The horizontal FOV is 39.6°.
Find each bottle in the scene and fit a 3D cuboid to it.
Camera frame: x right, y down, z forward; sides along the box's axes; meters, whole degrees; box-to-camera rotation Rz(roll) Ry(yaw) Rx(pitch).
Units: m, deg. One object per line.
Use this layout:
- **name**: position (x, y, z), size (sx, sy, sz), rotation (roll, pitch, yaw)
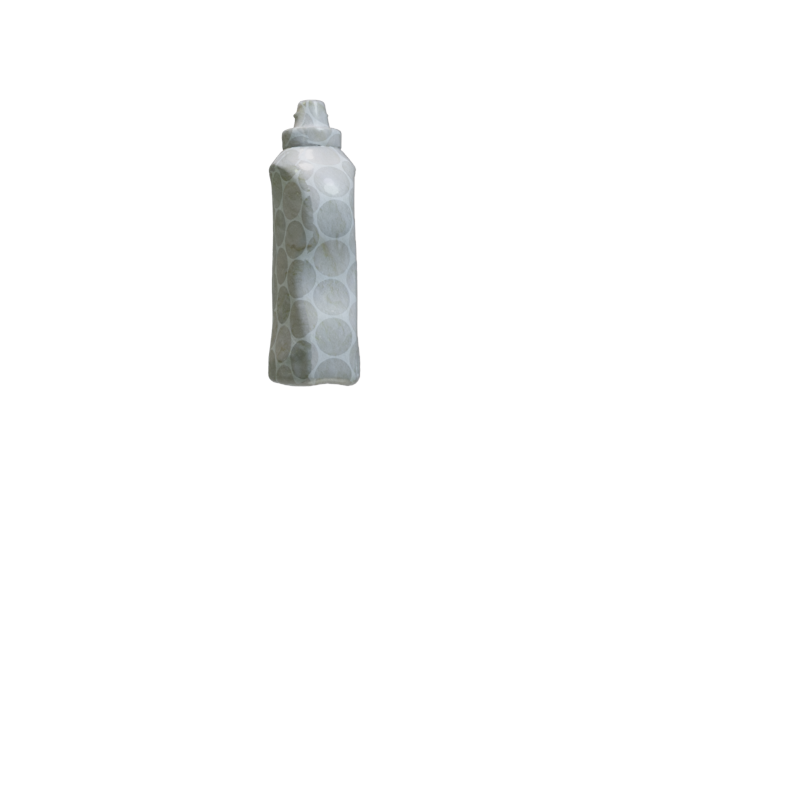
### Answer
- **bottle**: position (-0.059, -0.107, 0.750), size (0.057, 0.193, 0.097), rotation (1, -3, -16)
